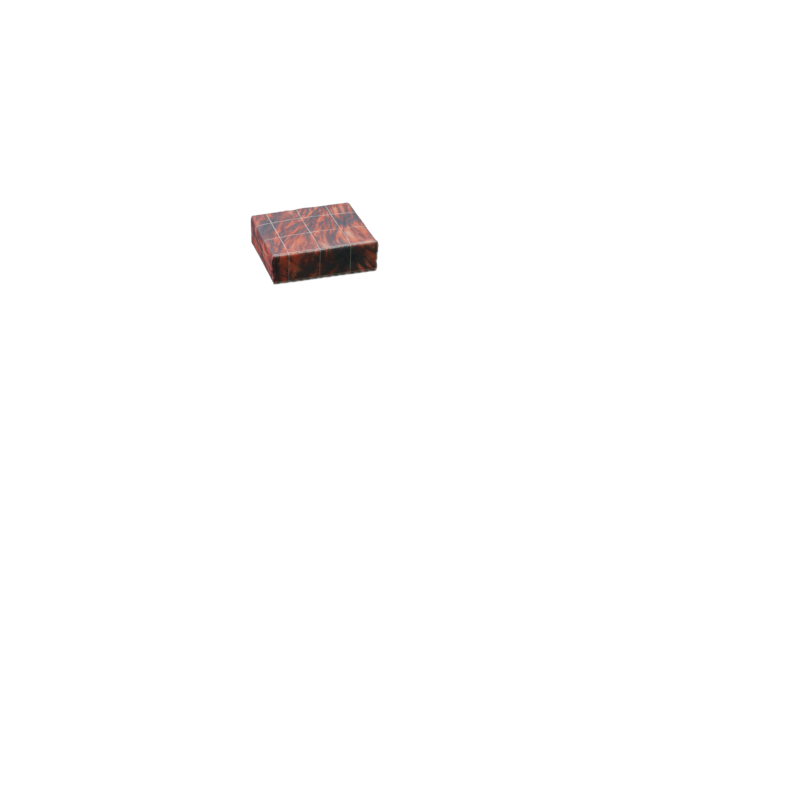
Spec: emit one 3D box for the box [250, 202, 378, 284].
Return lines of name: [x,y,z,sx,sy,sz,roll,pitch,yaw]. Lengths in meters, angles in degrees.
box: [-0.071,-0.129,0.904,0.088,0.028,0.079,-10,36,-15]
